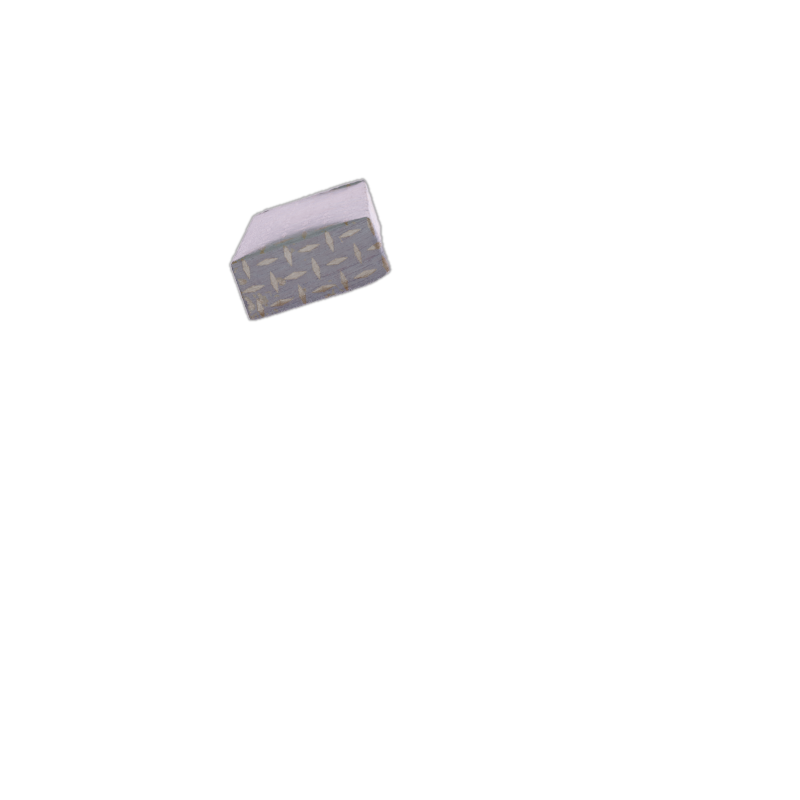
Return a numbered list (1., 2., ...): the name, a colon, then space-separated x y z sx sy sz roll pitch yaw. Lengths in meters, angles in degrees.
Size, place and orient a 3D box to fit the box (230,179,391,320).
1. box: -0.059 -0.108 0.756 0.093 0.046 0.184 -18 20 3
